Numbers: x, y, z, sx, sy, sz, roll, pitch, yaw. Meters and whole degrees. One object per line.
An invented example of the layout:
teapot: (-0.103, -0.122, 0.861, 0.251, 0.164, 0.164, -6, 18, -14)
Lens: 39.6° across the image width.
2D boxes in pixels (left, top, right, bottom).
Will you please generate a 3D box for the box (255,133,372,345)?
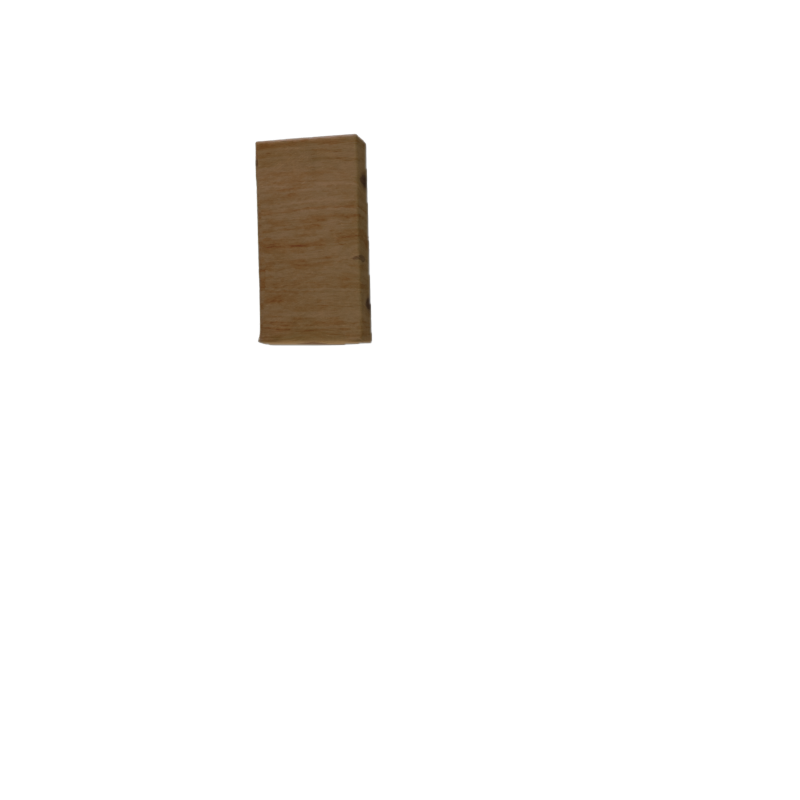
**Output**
box: (-0.074, -0.136, 0.950, 0.095, 0.179, 0.046, -2, -7, 15)
